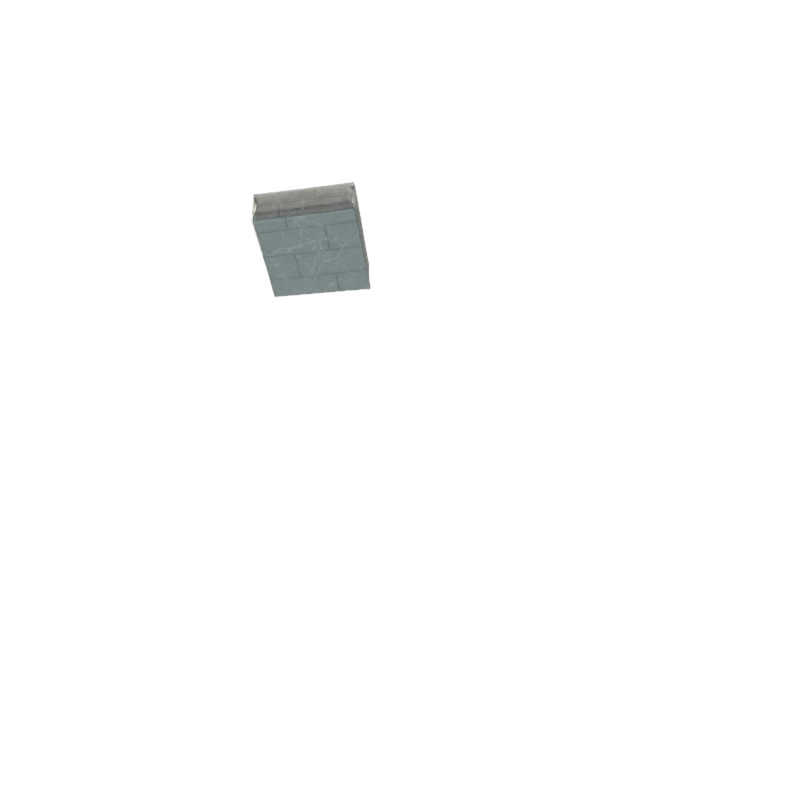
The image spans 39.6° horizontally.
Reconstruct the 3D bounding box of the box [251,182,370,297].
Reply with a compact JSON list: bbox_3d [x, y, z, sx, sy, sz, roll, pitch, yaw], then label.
[{"bbox_3d":[-0.063,-0.114,0.800,0.074,0.032,0.083,-5,-38,6],"label":"box"}]
